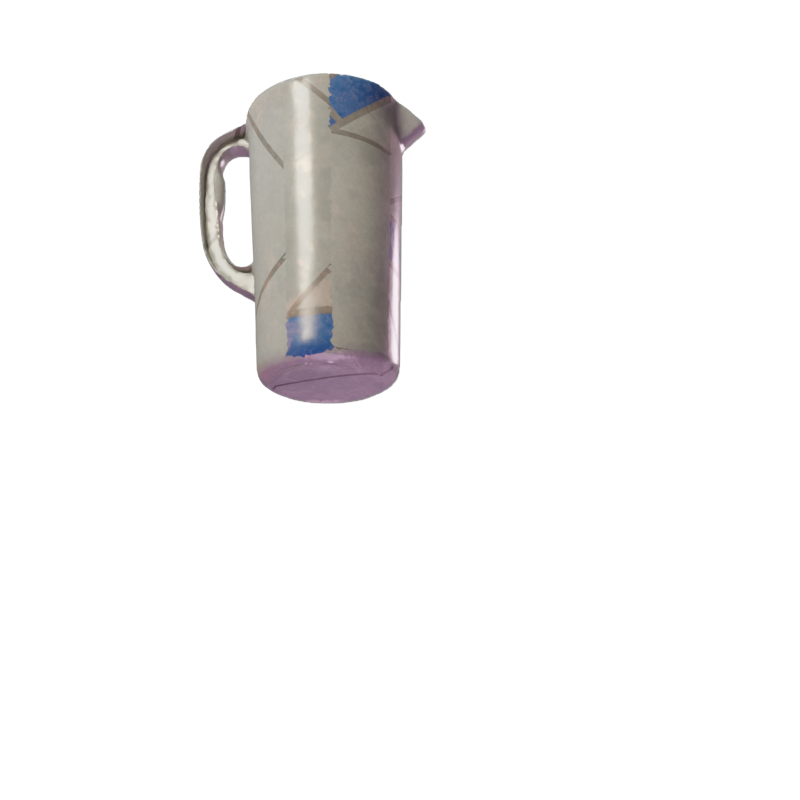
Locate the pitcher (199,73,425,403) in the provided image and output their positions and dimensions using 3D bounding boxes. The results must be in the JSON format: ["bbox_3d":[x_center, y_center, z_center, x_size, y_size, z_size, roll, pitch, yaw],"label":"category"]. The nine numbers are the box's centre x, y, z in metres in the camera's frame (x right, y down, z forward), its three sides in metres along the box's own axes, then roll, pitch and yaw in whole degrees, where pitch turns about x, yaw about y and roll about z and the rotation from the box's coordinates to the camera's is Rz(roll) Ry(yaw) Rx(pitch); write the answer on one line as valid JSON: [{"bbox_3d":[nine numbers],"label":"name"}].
[{"bbox_3d":[-0.069,-0.126,0.885,0.137,0.257,0.149,17,-30,-35],"label":"pitcher"}]
